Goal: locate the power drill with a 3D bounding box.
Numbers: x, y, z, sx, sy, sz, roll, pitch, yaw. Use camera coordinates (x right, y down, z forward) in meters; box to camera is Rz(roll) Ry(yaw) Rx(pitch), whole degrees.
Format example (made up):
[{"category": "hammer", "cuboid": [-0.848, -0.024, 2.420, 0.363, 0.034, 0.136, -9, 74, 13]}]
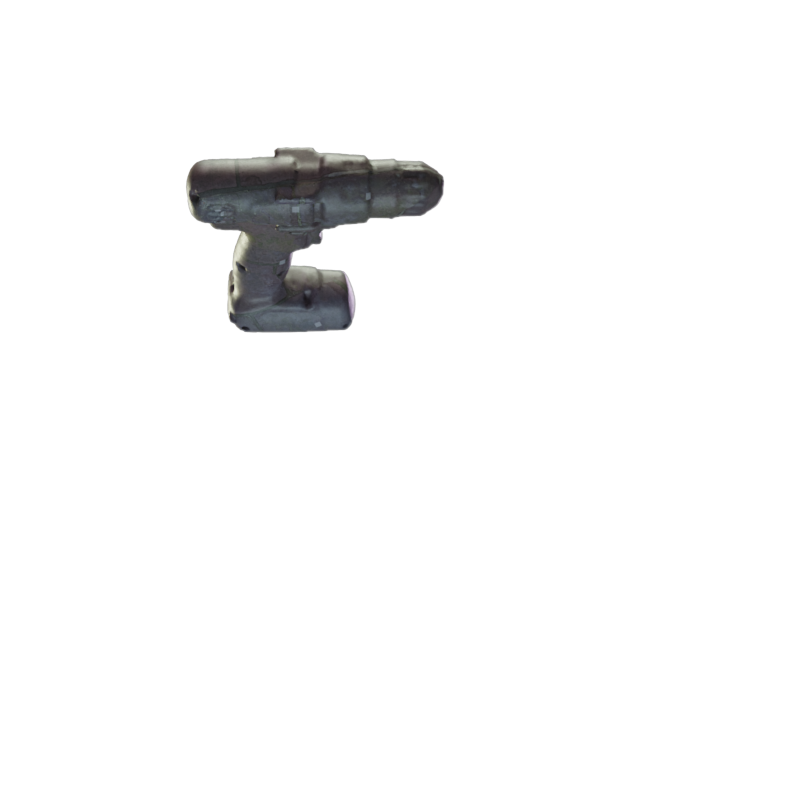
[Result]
[{"category": "power drill", "cuboid": [-0.067, -0.122, 0.852, 0.184, 0.061, 0.176, 1, -31, -3]}]
